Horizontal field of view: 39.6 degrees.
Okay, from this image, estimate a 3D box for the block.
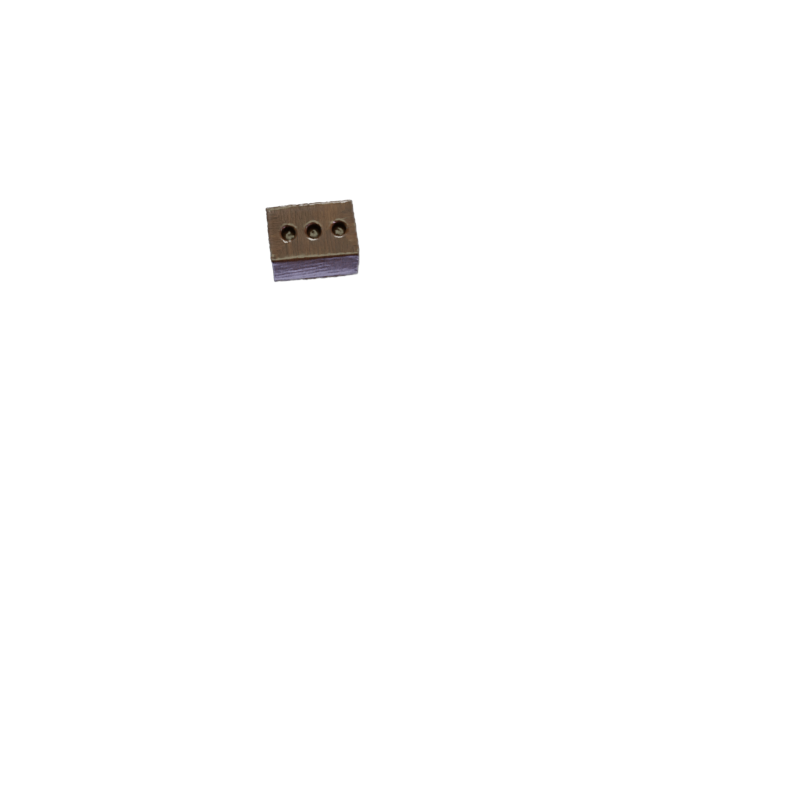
[{"bbox_3d":[-0.076,-0.138,0.967,0.078,0.055,0.049,-6,-19,-4],"label":"block"}]
